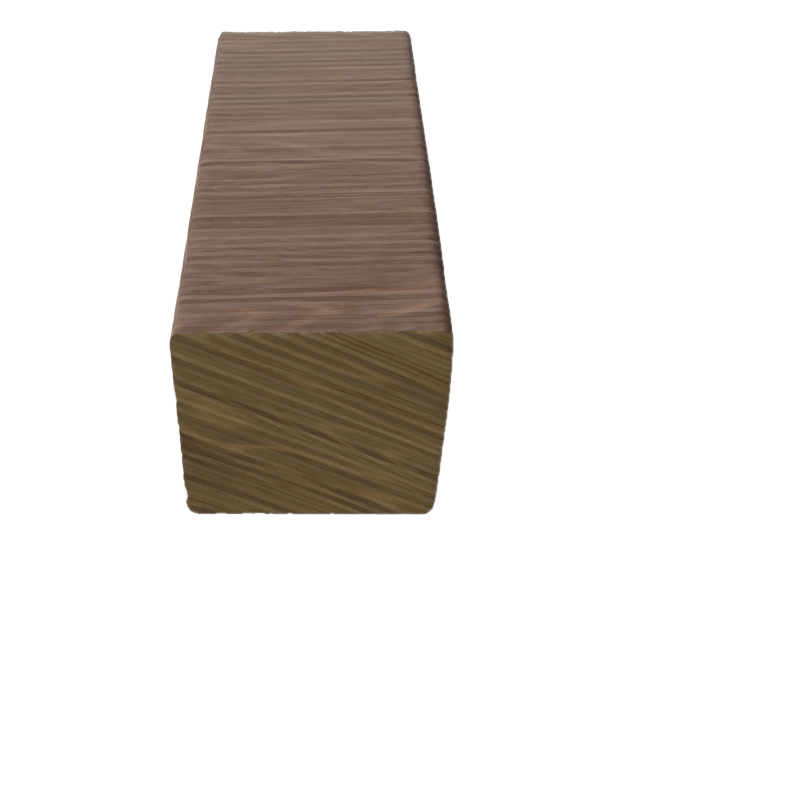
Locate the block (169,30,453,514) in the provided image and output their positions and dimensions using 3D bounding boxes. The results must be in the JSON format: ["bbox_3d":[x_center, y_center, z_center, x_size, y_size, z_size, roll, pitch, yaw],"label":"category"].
[{"bbox_3d":[-0.035,-0.064,0.451,0.090,0.084,0.221,-1,42,-3],"label":"block"}]
